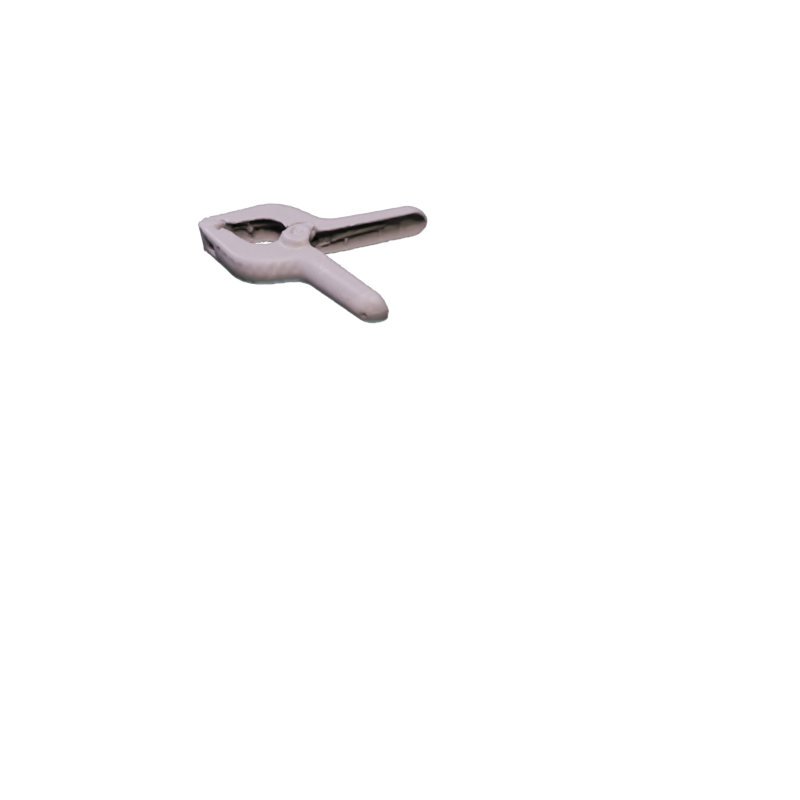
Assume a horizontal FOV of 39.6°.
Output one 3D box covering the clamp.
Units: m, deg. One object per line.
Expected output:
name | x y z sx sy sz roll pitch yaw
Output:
clamp | -0.066 -0.120 0.837 0.178 0.037 0.124 18 43 20
